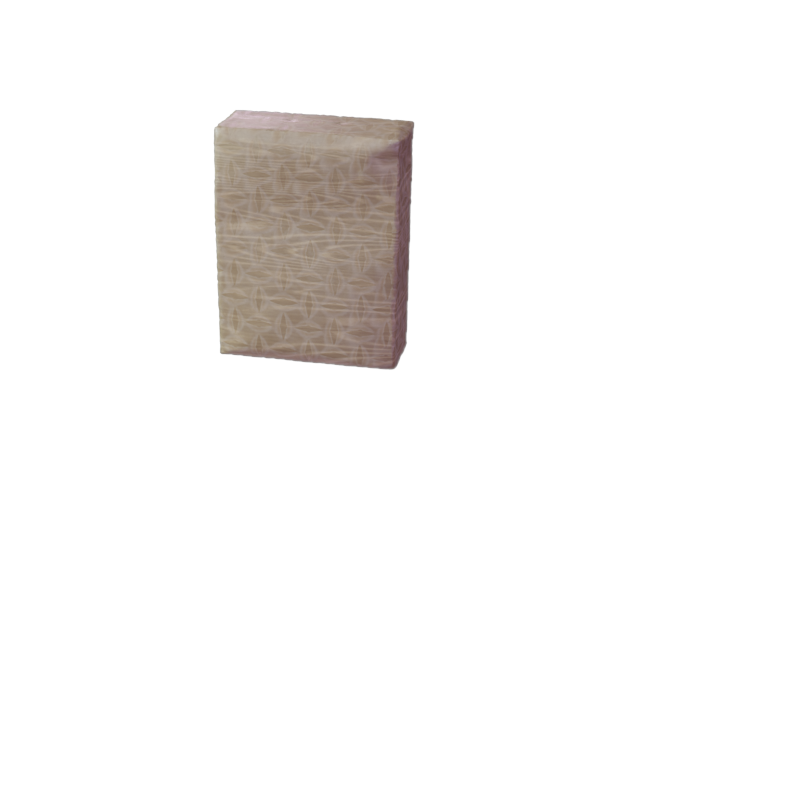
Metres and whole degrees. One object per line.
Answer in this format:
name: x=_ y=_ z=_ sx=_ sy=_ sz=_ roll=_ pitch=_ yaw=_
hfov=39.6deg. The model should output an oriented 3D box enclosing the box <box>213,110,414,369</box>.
box: x=-0.076 y=-0.139 z=0.973 sx=0.167 sy=0.204 sz=0.074 roll=7 pitch=23 yaw=12
